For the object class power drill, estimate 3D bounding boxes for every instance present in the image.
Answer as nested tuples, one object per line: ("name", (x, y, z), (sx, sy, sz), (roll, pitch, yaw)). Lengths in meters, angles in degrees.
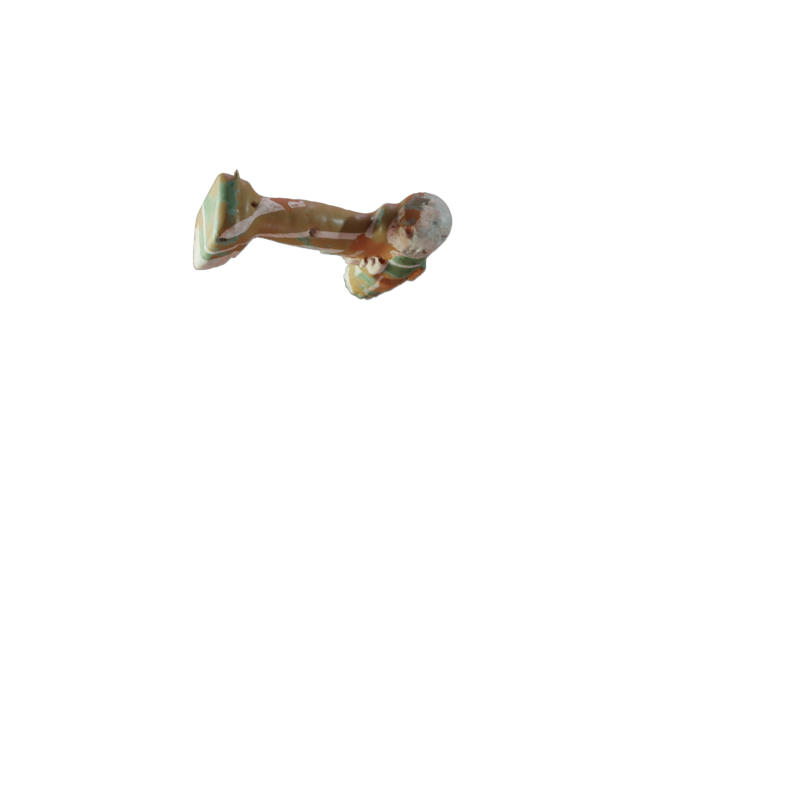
("power drill", (-0.071, -0.129, 0.905), (0.183, 0.060, 0.181), (4, -15, -17))
